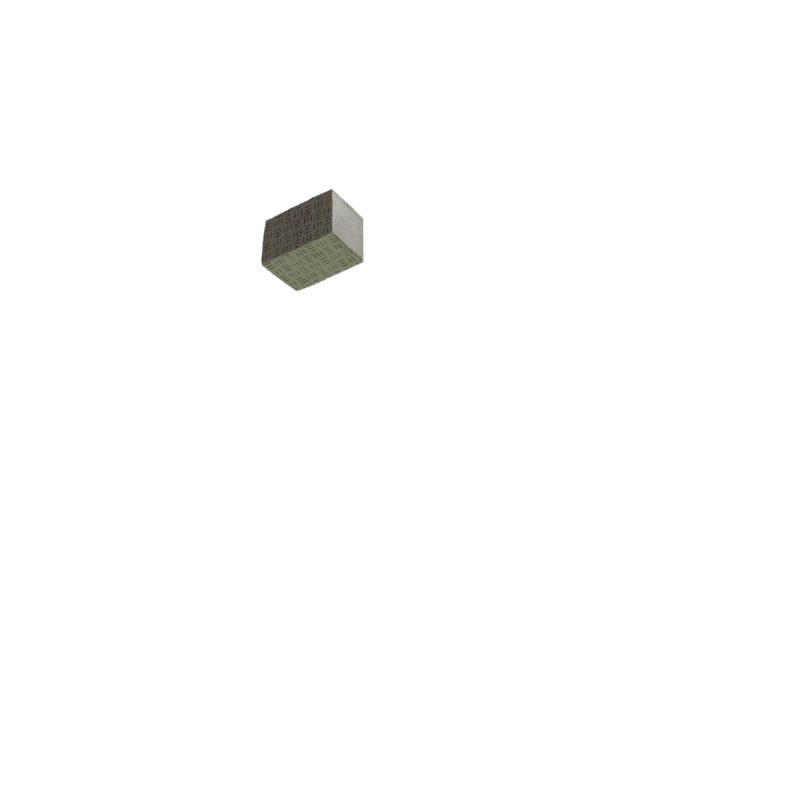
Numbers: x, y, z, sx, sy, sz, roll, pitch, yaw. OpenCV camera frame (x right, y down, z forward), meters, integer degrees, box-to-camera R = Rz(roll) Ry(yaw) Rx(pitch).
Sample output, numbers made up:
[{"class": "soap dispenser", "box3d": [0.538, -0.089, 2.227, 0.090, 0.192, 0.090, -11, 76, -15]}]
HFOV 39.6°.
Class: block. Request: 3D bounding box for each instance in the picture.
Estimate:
[{"class": "block", "box3d": [-0.078, -0.142, 0.993, 0.078, 0.055, 0.049, -21, -40, 26]}]
